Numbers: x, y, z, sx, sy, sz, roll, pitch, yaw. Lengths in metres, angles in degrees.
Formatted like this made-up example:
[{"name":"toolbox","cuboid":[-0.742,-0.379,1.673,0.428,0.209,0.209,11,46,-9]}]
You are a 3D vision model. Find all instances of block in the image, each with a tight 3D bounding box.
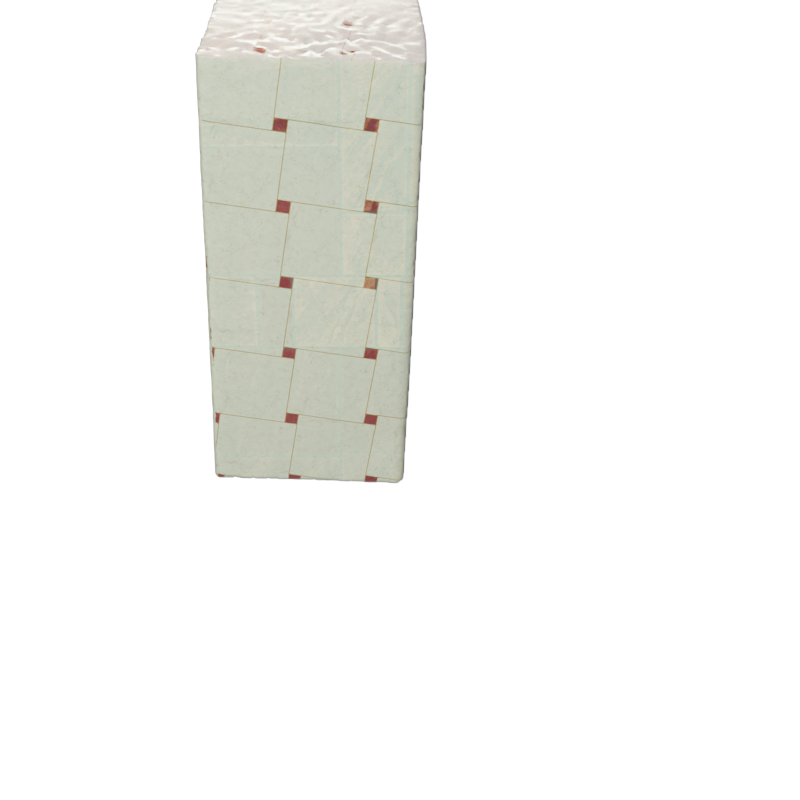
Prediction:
[{"name":"block","cuboid":[-0.039,-0.072,0.505,0.091,0.194,0.096,2,32,-1]}]
